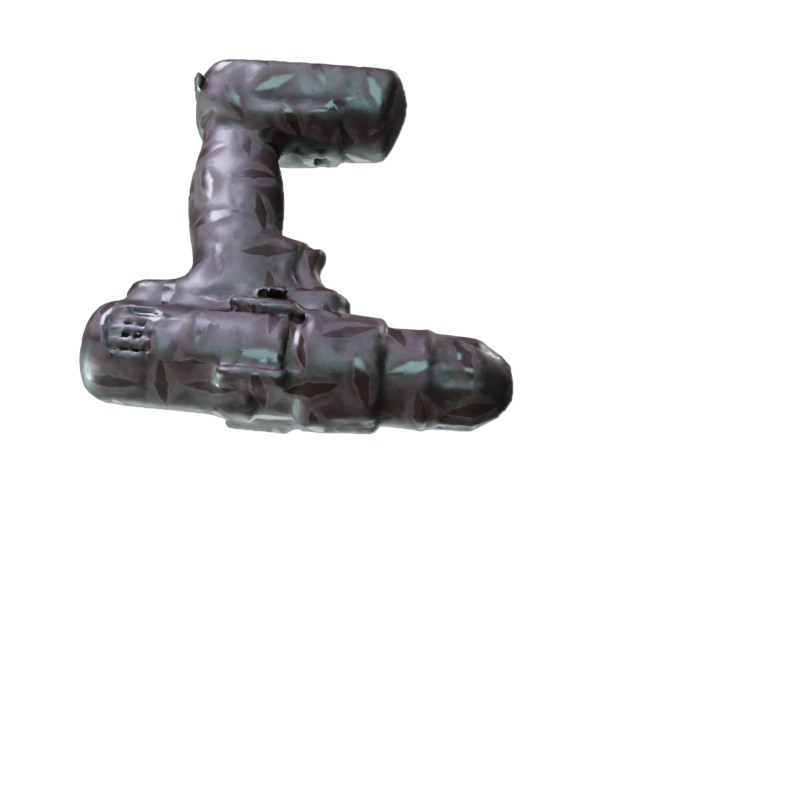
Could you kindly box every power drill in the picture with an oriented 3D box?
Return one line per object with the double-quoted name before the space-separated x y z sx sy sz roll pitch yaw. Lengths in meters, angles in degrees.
"power drill" -0.040 -0.073 0.513 0.185 0.200 0.054 5 -35 3
